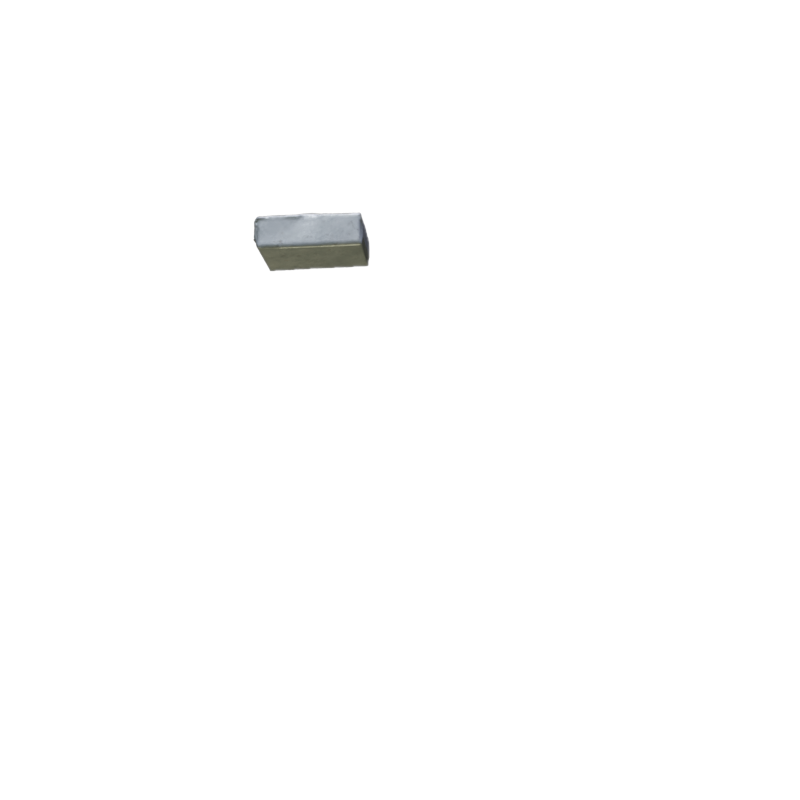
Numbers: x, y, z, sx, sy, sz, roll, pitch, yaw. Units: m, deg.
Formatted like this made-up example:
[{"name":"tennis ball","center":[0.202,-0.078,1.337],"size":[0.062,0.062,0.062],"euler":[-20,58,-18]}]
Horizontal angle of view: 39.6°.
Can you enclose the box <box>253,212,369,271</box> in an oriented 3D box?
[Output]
[{"name":"box","center":[-0.073,-0.132,0.927],"size":[0.090,0.031,0.070],"euler":[-1,-10,6]}]
